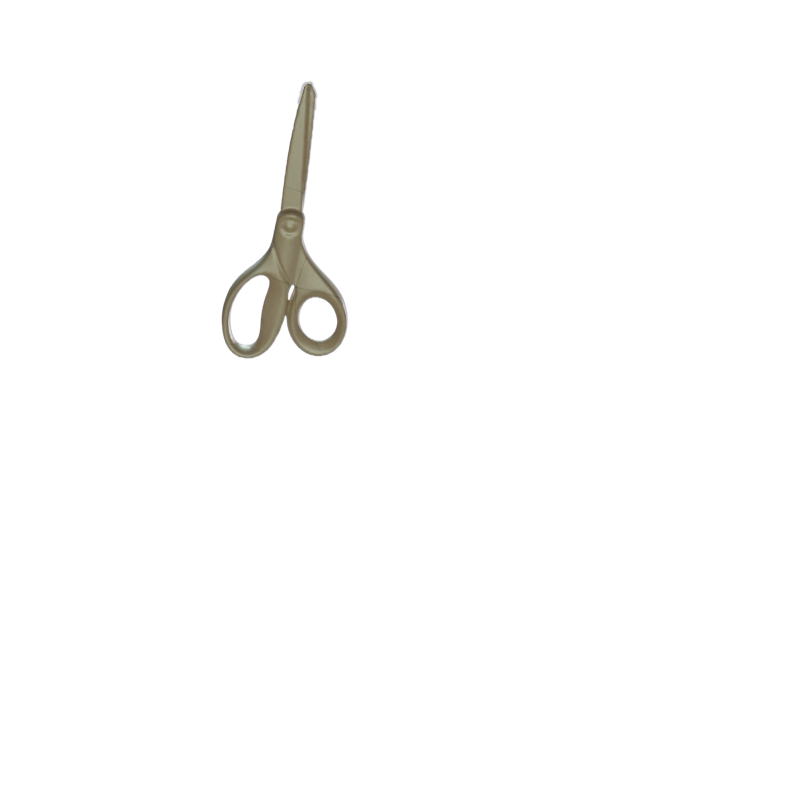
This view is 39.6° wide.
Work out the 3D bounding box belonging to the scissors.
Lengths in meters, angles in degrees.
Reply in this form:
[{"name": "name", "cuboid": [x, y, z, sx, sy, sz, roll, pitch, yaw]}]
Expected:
[{"name": "scissors", "cuboid": [-0.058, -0.107, 0.746, 0.094, 0.195, 0.017, 23, 25, -11]}]
